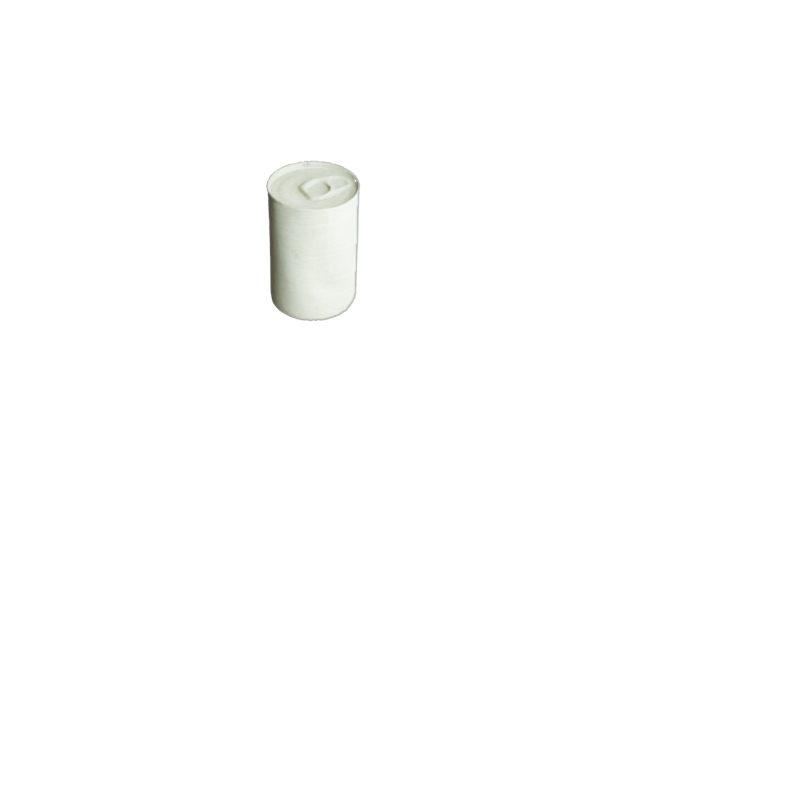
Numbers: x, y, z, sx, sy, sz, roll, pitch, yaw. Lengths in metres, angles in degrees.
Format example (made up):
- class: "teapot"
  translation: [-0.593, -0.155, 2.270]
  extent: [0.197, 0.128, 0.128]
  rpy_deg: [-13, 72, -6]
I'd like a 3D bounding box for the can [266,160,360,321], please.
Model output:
- class: "can"
  translation: [-0.065, -0.119, 0.832]
  extent: [0.068, 0.095, 0.073]
  rpy_deg: [0, 38, -3]
